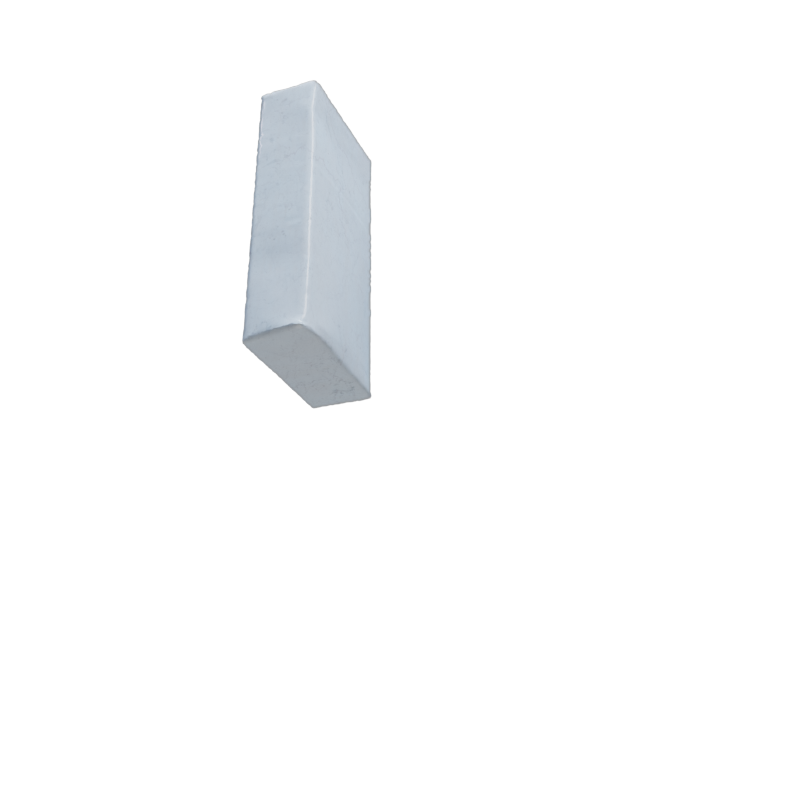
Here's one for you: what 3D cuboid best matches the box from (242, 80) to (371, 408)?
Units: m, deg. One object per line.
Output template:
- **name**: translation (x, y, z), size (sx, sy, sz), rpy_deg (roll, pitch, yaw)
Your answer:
- **box**: translation (-0.053, -0.095, 0.670), size (0.049, 0.188, 0.086), rpy_deg (-15, -34, 18)
